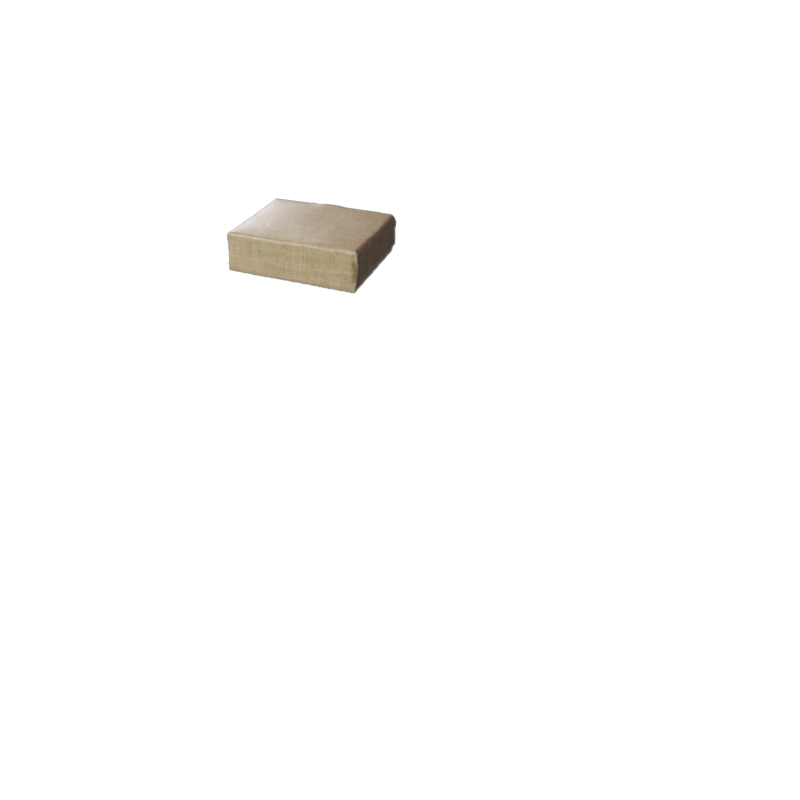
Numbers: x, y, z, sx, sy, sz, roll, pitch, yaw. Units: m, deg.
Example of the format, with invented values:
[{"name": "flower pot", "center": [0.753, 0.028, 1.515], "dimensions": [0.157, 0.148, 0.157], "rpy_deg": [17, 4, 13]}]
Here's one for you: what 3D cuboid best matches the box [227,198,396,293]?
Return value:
[{"name": "box", "center": [-0.056, -0.102, 0.714], "dimensions": [0.092, 0.029, 0.075], "rpy_deg": [10, 29, 19]}]
